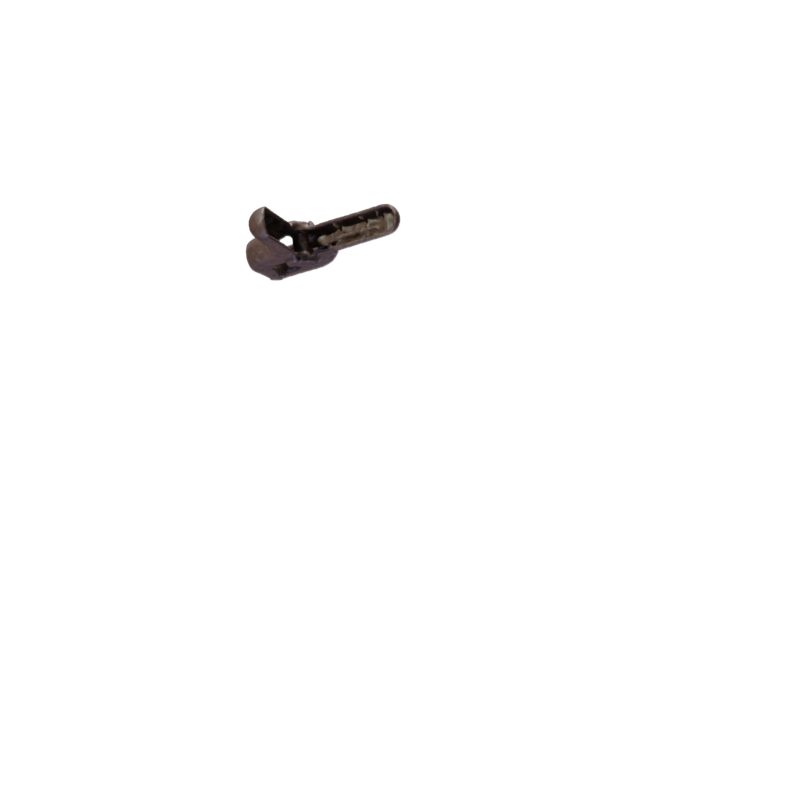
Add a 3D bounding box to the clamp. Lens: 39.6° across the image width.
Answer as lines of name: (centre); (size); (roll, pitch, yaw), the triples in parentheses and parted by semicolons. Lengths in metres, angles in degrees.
clamp: (-0.072, -0.131, 0.917); (0.118, 0.040, 0.171); (1, -4, -11)
